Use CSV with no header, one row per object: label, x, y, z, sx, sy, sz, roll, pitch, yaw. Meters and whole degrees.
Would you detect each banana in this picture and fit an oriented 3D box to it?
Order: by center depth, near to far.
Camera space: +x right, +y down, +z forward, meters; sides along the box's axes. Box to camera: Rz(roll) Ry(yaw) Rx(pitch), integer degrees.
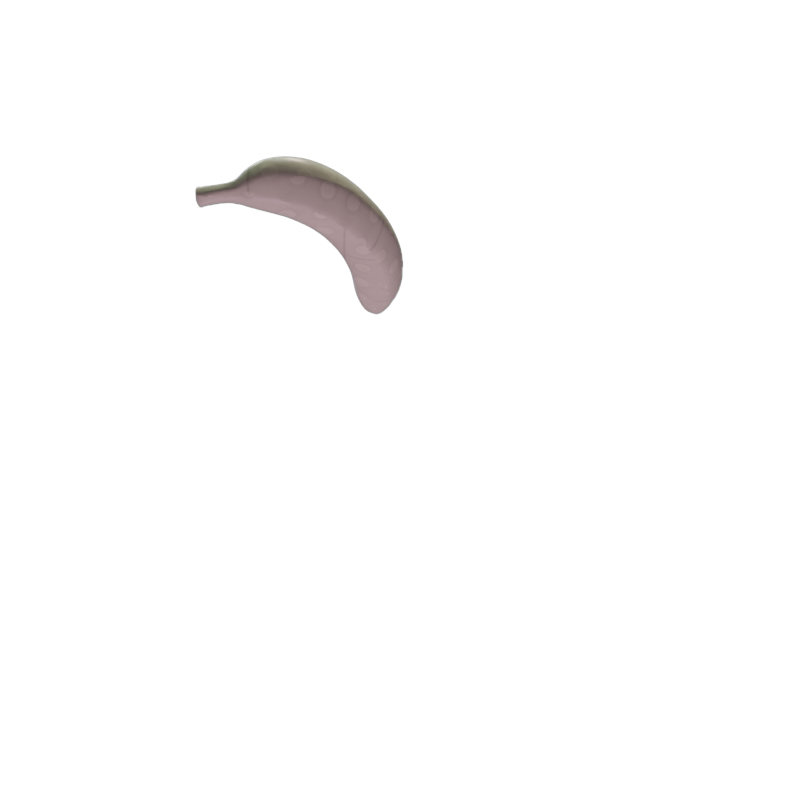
banana,-0.042,-0.107,0.702,0.070,0.039,0.184,-16,-28,30
